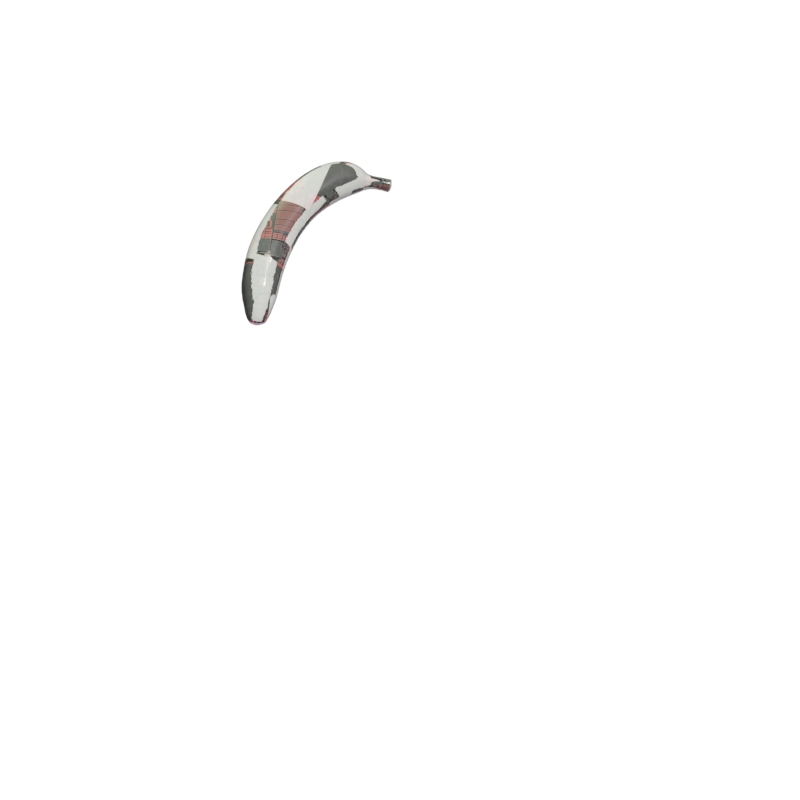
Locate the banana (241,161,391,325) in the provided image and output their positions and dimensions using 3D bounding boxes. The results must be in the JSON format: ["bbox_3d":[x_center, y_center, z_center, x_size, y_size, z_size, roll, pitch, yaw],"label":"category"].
[{"bbox_3d":[-0.090,-0.155,1.000,0.072,0.202,0.035,33,-23,15],"label":"banana"}]
